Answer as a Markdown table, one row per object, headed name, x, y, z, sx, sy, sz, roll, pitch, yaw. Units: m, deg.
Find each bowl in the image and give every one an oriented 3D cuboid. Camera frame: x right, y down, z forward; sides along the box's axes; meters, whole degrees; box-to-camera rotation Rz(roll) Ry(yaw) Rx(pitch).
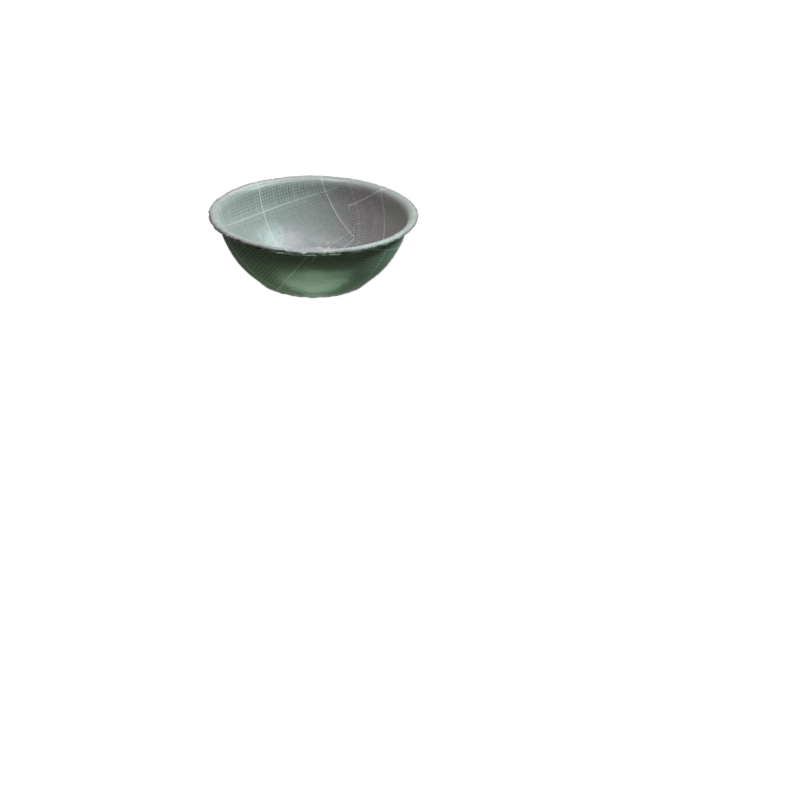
| name | x | y | z | sx | sy | sz | roll | pitch | yaw |
| --- | --- | --- | --- | --- | --- | --- | --- | --- | --- |
| bowl | -0.068 | -0.124 | 0.865 | 0.162 | 0.052 | 0.172 | -1 | 29 | -2 |
